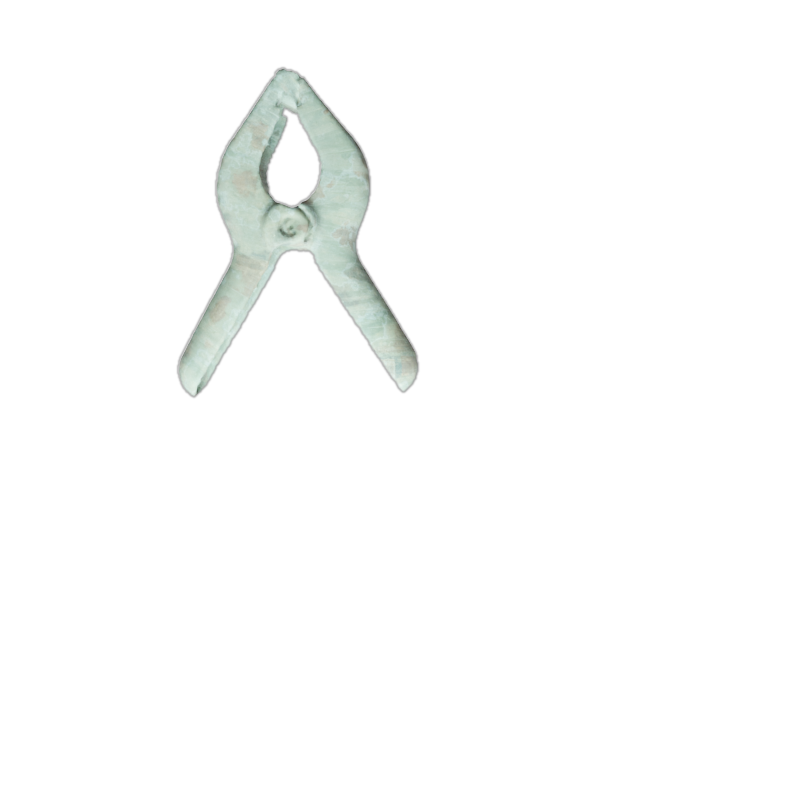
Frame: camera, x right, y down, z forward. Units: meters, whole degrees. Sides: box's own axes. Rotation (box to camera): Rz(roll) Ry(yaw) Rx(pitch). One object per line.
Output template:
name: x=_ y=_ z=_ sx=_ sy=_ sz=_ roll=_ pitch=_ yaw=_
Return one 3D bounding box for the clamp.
clamp: x=-0.044 y=-0.081 z=0.567 sx=0.120 sy=0.173 sz=0.039 roll=7 pitch=-3 yaw=0
